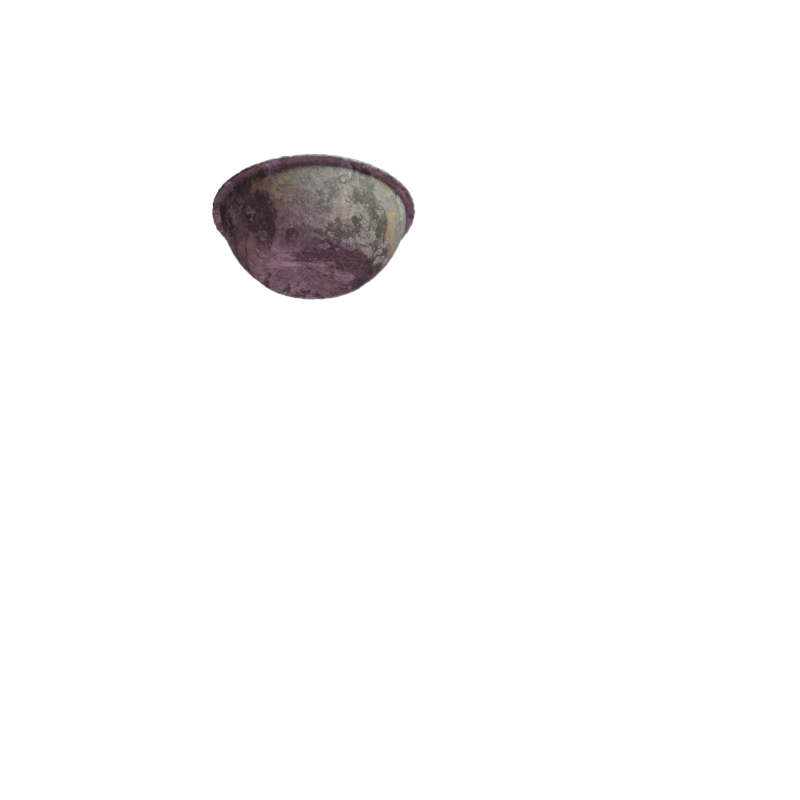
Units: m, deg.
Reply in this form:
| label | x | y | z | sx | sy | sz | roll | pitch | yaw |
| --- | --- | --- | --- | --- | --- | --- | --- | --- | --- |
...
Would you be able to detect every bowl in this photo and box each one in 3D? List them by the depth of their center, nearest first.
| label | x | y | z | sx | sy | sz | roll | pitch | yaw |
| --- | --- | --- | --- | --- | --- | --- | --- | --- | --- |
| bowl | -0.068 | -0.124 | 0.868 | 0.162 | 0.058 | 0.153 | 1 | -26 | -2 |
